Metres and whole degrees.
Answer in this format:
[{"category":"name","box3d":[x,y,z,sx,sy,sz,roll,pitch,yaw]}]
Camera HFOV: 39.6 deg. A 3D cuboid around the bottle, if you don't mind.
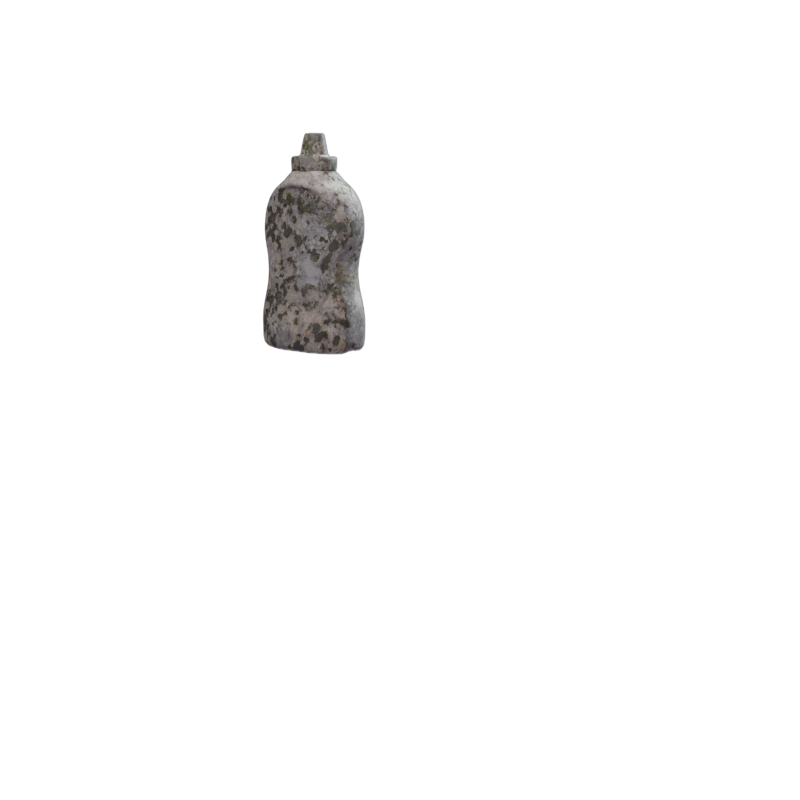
[{"category":"bottle","box3d":[-0.077,-0.140,0.982,0.100,0.190,0.056,4,6,38]}]
